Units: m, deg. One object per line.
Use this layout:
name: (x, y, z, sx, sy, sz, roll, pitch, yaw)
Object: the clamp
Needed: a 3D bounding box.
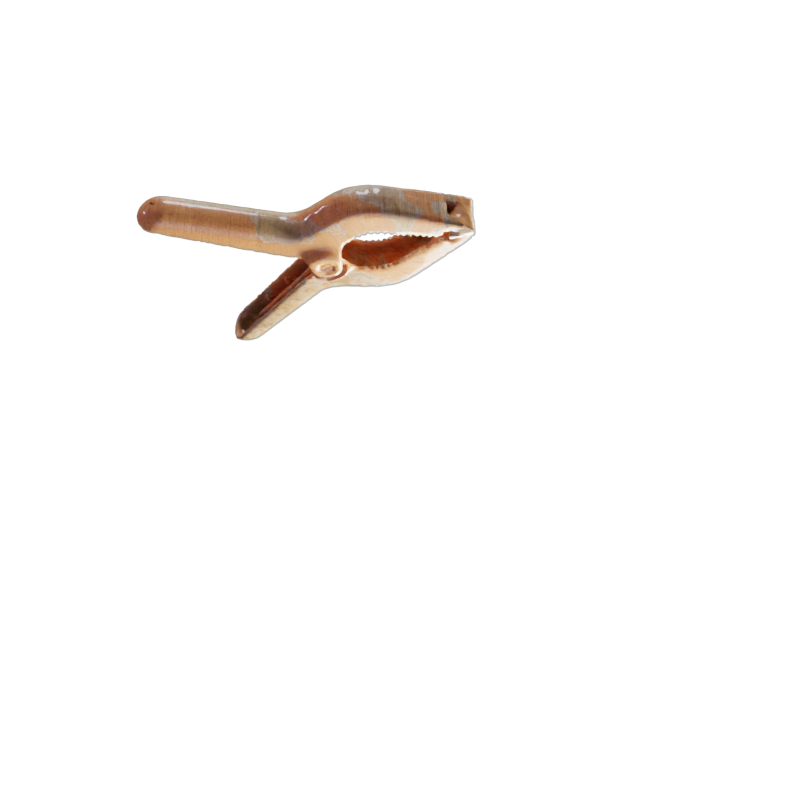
clamp: (-0.057, -0.105, 0.732, 0.213, 0.039, 0.152, -13, -31, 23)
